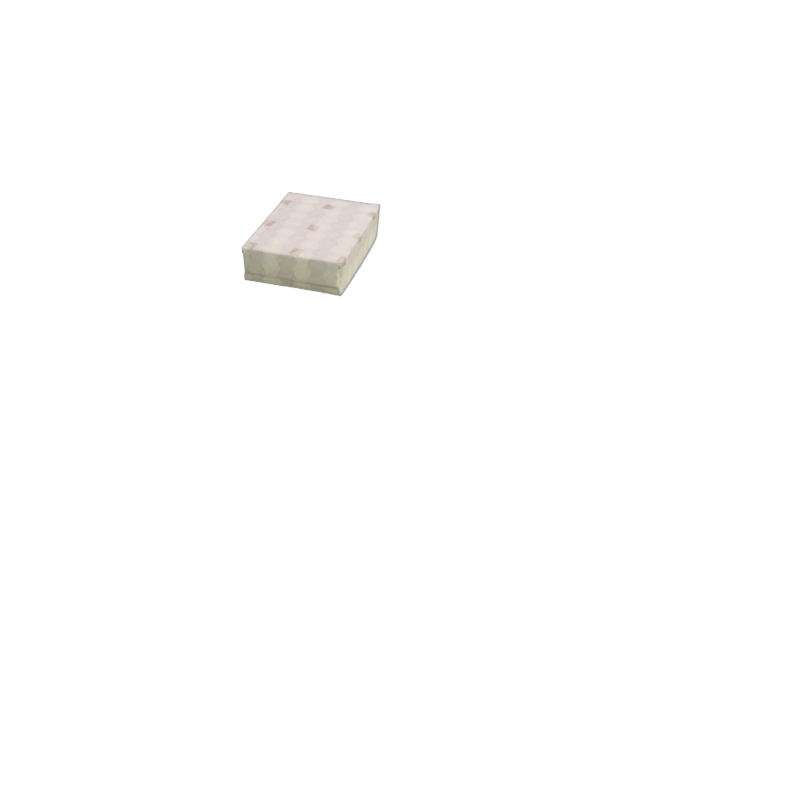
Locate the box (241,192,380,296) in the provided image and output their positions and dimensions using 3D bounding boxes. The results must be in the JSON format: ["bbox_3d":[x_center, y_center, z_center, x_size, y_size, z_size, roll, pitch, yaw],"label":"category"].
[{"bbox_3d":[-0.075,-0.138,0.965,0.092,0.037,0.118,10,34,14],"label":"box"}]
